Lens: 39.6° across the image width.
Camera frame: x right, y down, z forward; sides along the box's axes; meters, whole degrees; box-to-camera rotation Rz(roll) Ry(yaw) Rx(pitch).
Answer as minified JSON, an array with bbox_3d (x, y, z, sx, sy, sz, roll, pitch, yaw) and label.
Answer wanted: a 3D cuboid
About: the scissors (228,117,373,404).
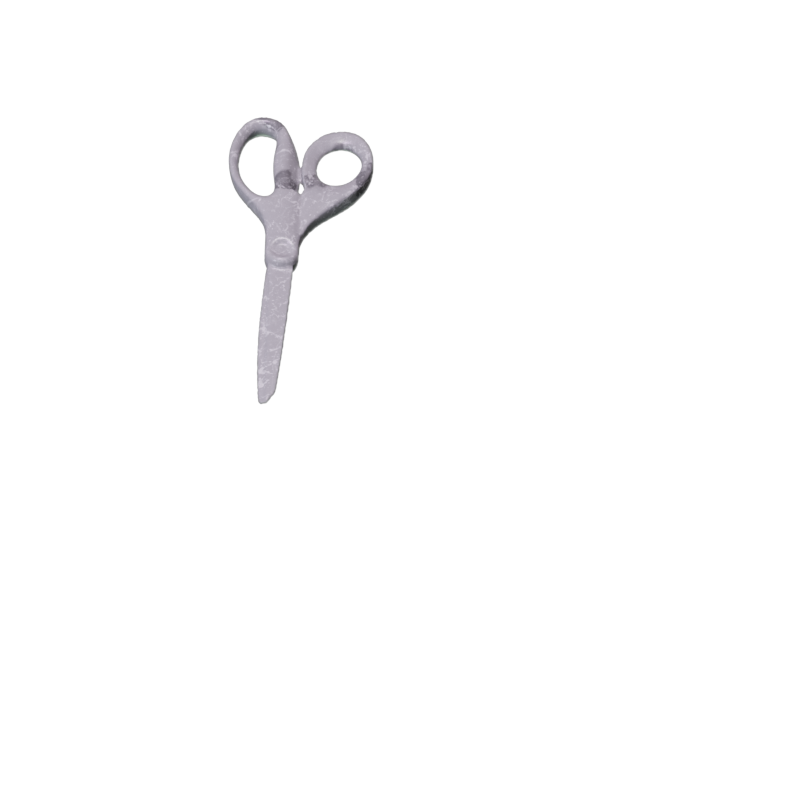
[{"bbox_3d":[-0.049,-0.090,0.631,0.095,0.218,0.015,-10,-36,-8],"label":"scissors"}]
